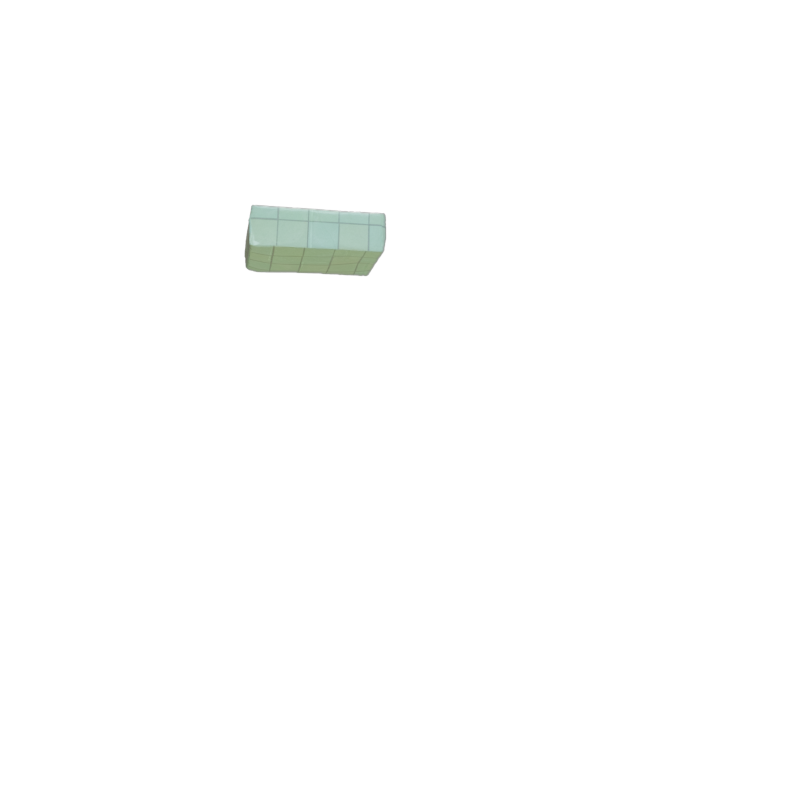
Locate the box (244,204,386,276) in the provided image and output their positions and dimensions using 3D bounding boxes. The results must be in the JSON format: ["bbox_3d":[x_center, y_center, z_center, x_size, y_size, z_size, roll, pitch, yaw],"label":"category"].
[{"bbox_3d":[-0.073,-0.134,0.936,0.112,0.040,0.088,1,-9,-7],"label":"box"}]
